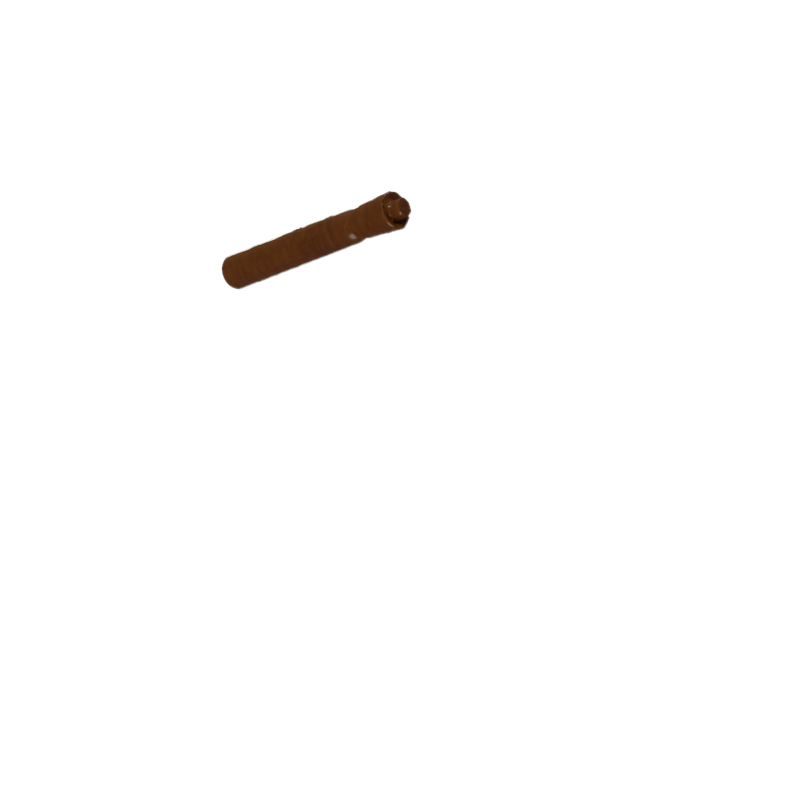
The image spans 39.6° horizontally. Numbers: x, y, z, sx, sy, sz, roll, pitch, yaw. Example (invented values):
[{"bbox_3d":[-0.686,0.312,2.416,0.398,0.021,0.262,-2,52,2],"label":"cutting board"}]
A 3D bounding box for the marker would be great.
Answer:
[{"bbox_3d":[-0.043,-0.078,0.549,0.123,0.020,0.019,-13,-6,41],"label":"marker"}]
